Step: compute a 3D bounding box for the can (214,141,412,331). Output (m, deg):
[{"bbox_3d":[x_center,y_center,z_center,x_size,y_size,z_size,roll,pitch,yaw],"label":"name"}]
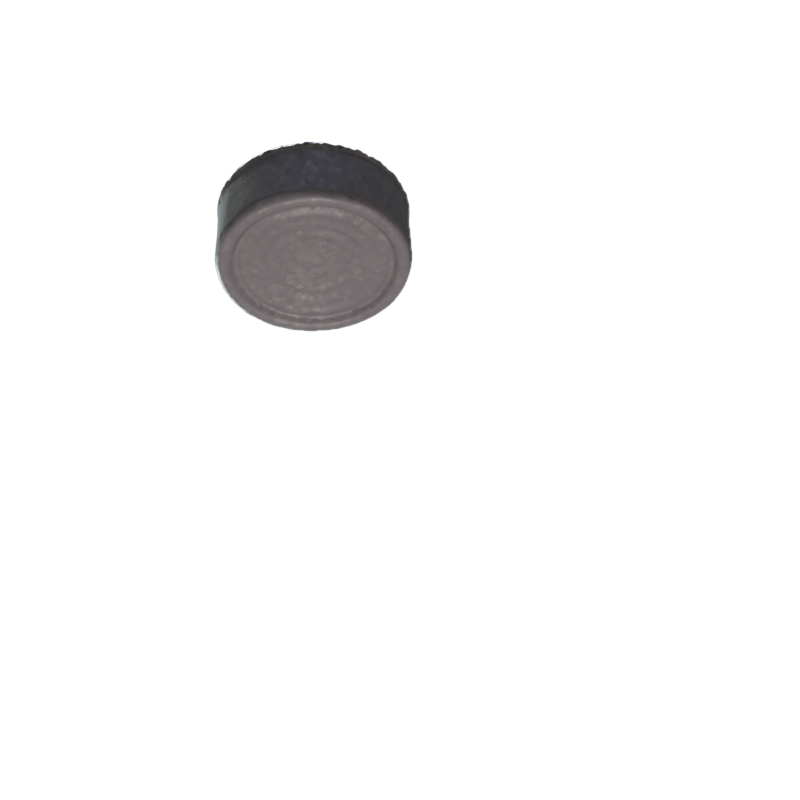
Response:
[{"bbox_3d":[-0.038,-0.069,0.482,0.086,0.036,0.080,1,-41,-1],"label":"can"}]
